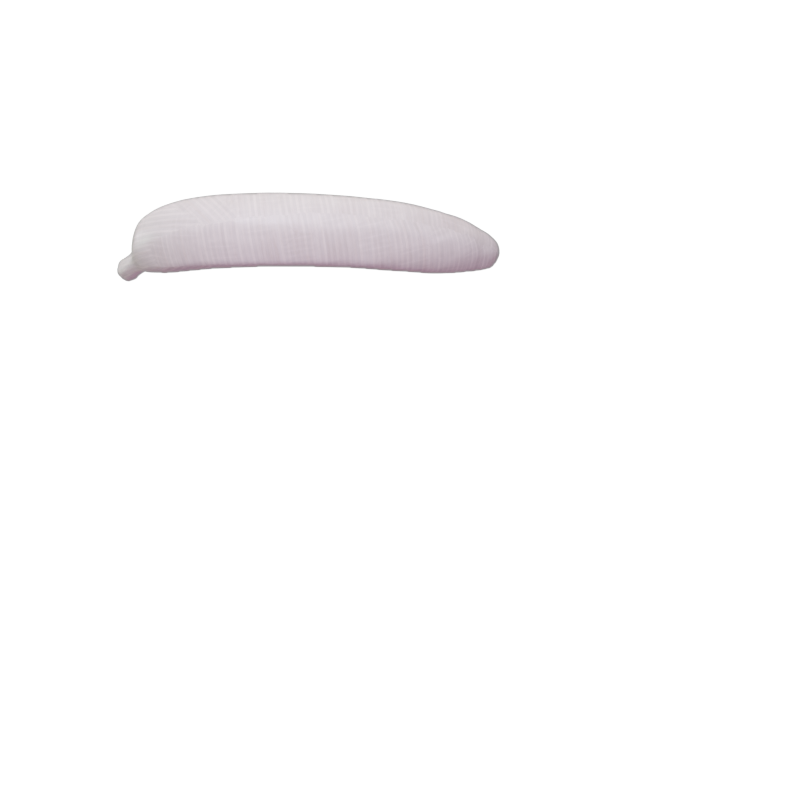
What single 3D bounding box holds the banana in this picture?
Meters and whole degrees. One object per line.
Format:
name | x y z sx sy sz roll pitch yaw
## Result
banana | -0.048 -0.081 0.548 0.198 0.037 0.068 0 -3 2
